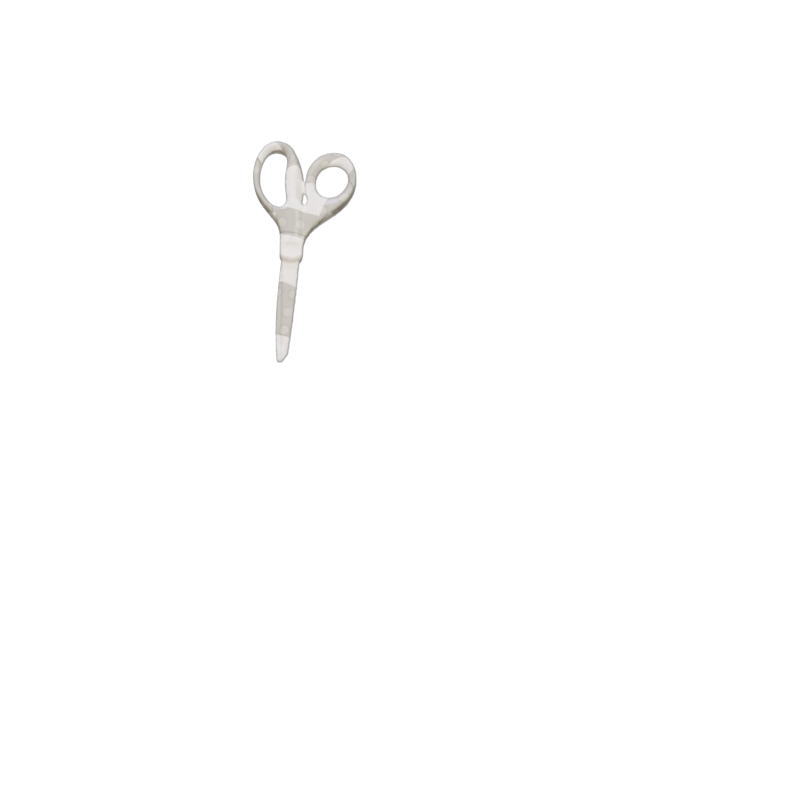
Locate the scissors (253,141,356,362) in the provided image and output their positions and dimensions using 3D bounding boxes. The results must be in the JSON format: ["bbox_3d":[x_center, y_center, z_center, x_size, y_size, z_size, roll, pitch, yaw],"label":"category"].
[{"bbox_3d":[-0.071,-0.129,0.906,0.096,0.215,0.015,-11,-28,-6],"label":"scissors"}]
